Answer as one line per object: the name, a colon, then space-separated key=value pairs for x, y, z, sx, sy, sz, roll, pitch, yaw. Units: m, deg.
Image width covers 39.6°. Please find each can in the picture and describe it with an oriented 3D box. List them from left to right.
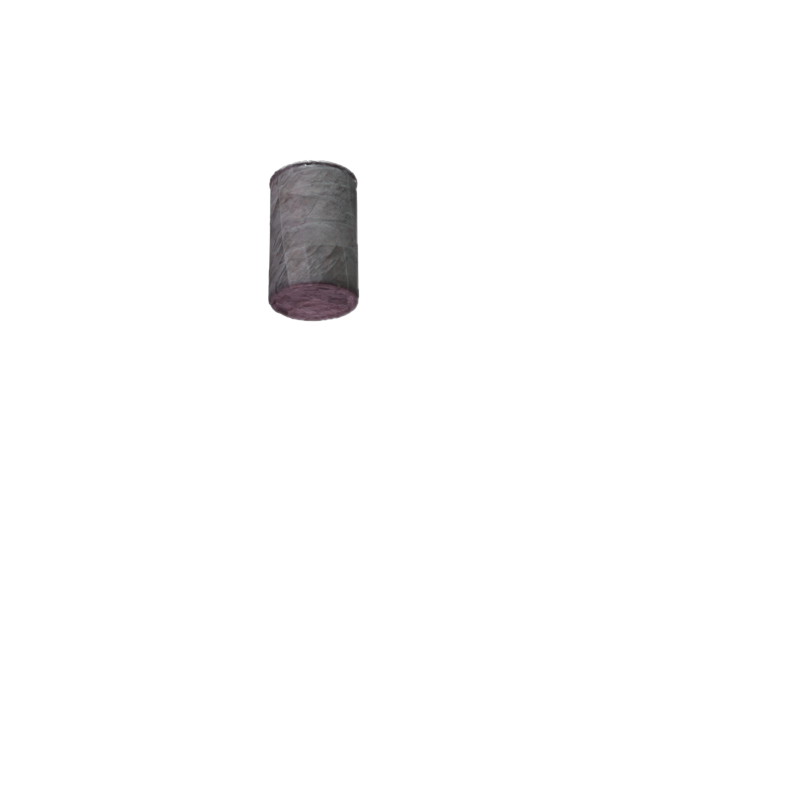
can: x=-0.065 y=-0.118 z=0.827 sx=0.068 sy=0.108 sz=0.065 roll=0 pitch=-25 yaw=-2
